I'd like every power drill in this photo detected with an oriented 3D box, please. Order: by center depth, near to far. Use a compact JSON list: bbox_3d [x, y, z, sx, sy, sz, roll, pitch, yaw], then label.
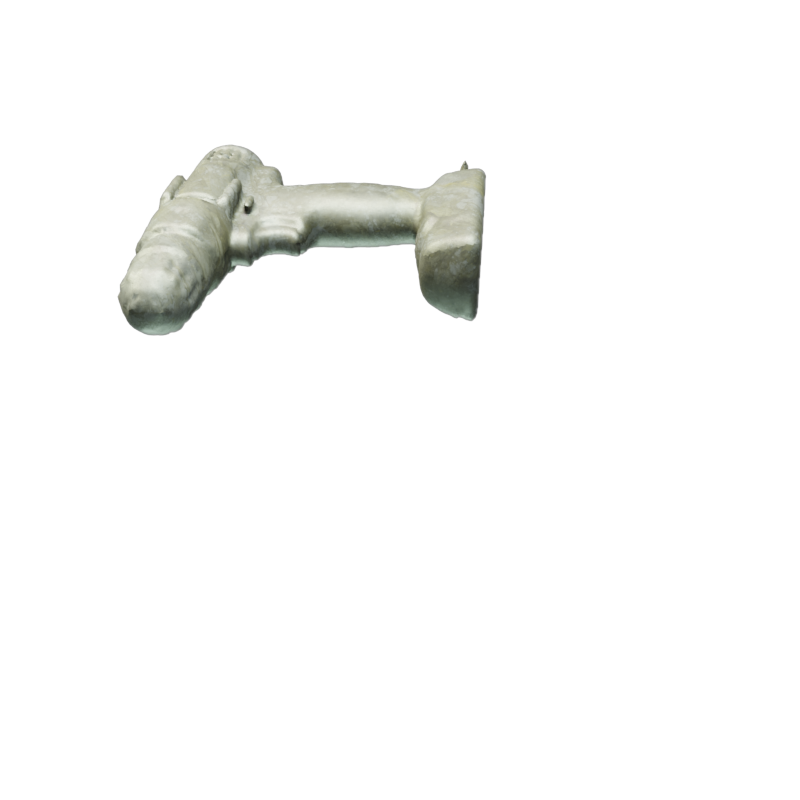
[{"bbox_3d":[-0.048,-0.088,0.618,0.190,0.054,0.194,5,35,7],"label":"power drill"}]
